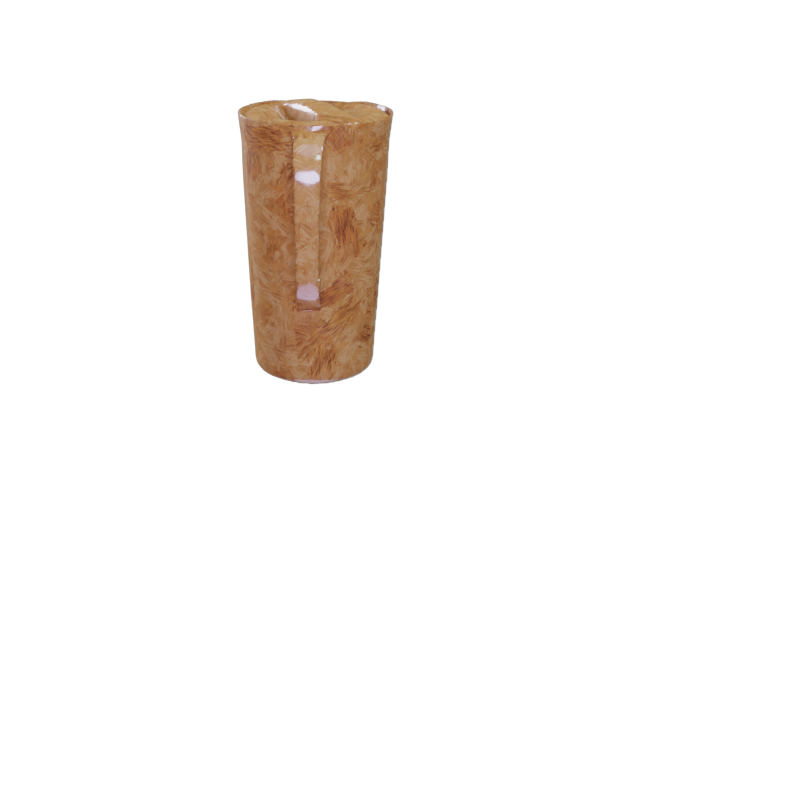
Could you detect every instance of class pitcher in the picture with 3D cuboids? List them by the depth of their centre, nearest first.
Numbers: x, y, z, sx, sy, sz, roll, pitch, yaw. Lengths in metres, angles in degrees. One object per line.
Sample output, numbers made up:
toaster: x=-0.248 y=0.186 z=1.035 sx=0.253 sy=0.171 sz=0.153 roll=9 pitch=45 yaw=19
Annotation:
pitcher: x=-0.076 y=-0.139 z=0.973 sx=0.146 sy=0.233 sz=0.154 roll=-17 pitch=26 yaw=-42
